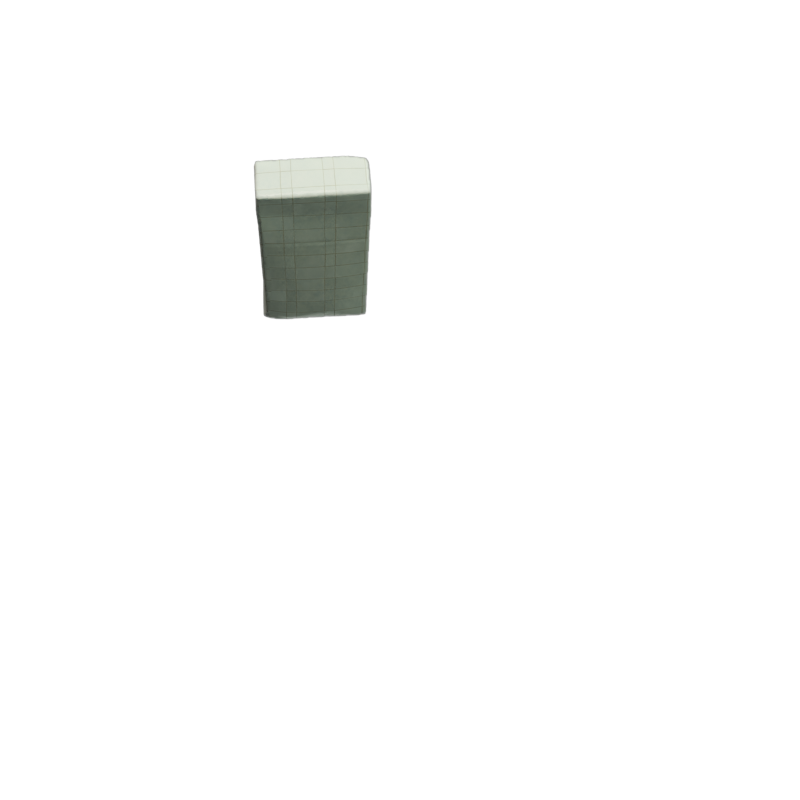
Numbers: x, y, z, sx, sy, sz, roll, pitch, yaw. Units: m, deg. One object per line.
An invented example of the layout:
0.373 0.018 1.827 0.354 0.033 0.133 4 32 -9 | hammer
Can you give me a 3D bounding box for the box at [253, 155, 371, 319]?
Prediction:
-0.073 -0.134 0.935 0.093 0.051 0.165 -2 -34 -5 | box
